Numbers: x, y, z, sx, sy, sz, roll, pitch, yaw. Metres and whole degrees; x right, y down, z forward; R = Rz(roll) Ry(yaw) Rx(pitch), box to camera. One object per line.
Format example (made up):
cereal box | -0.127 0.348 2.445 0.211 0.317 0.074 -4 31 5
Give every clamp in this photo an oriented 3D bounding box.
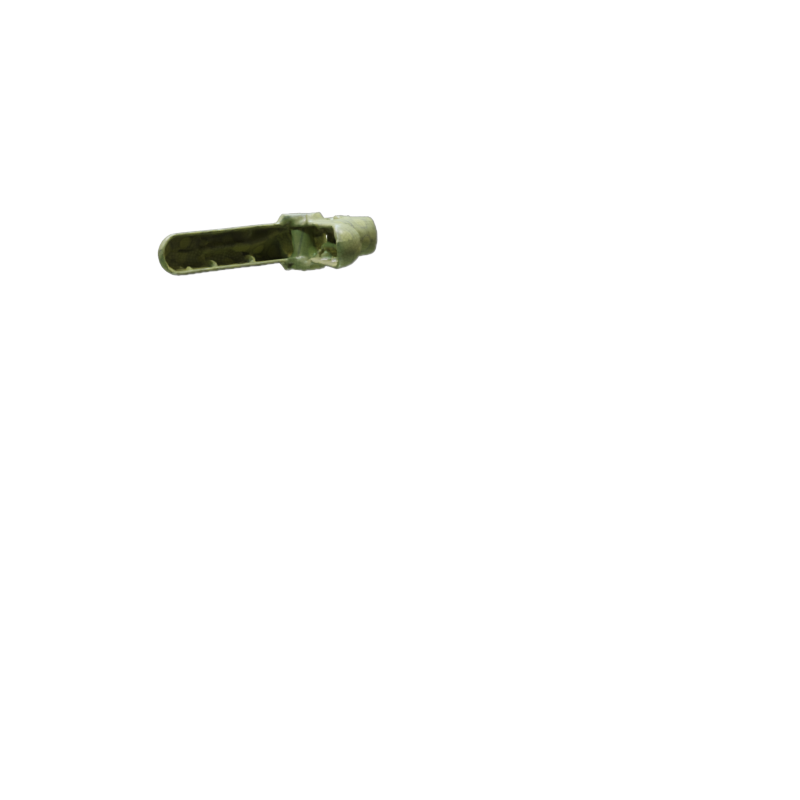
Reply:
clamp | -0.053 -0.097 0.678 0.125 0.038 0.170 7 16 26
